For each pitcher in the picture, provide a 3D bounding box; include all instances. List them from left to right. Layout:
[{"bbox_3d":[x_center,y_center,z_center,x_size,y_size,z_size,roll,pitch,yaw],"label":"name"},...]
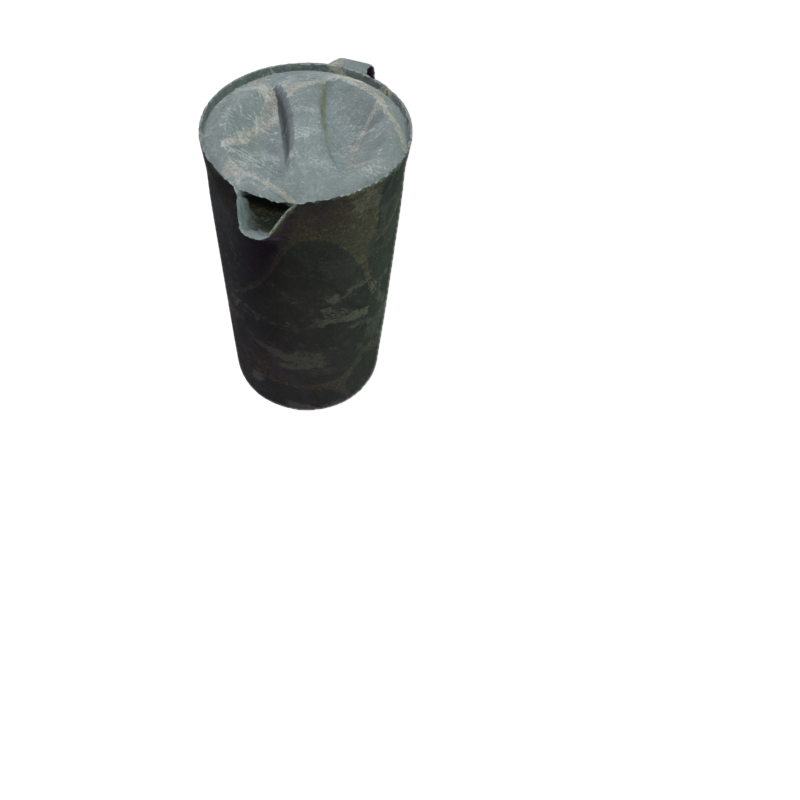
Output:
[{"bbox_3d":[-0.061,-0.111,0.778,0.148,0.156,0.227,-20,-35,-18],"label":"pitcher"}]
